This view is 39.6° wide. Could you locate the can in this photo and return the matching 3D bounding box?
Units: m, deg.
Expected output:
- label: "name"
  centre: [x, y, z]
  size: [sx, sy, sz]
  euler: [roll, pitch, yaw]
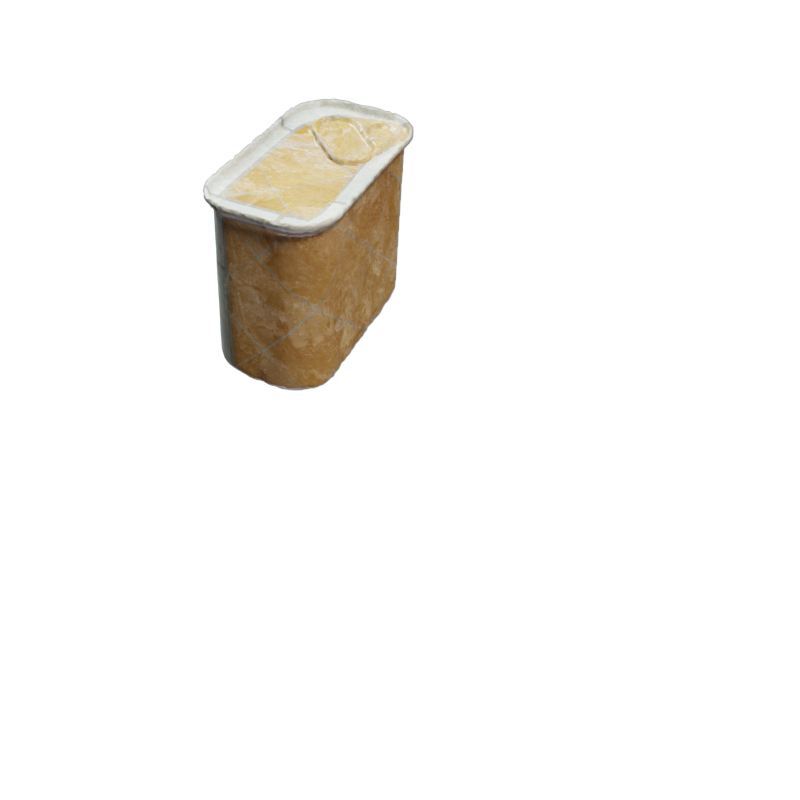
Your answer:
- label: "can"
  centre: [-0.037, -0.067, 0.468]
  size: [0.060, 0.078, 0.105]
  euler: [16, 41, 18]
